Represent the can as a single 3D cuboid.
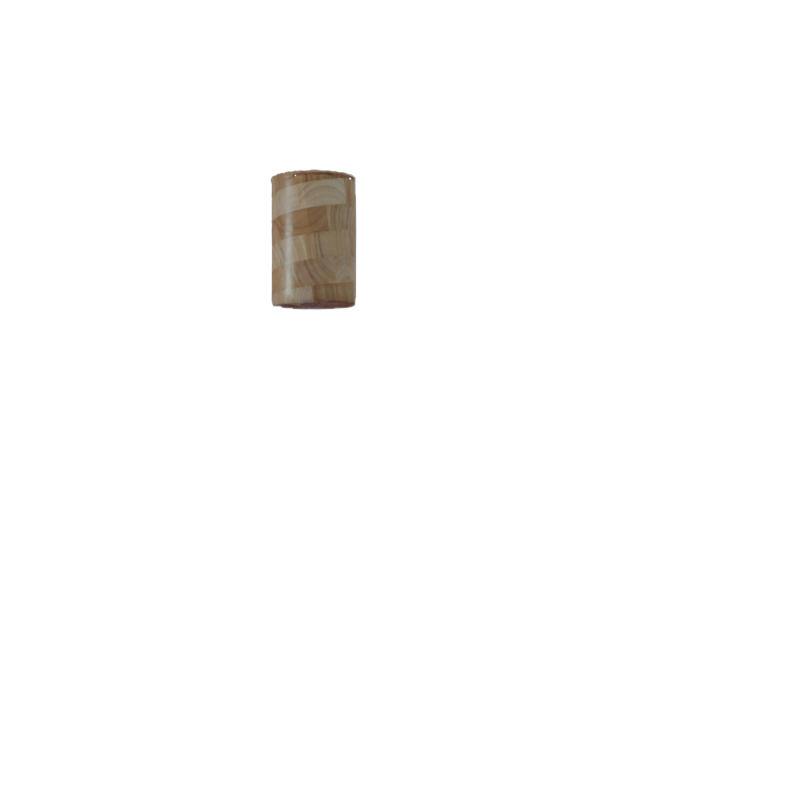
[{"bbox_3d":[-0.068,-0.125,0.874,0.068,0.104,0.068,0,-6,-2],"label":"can"}]
